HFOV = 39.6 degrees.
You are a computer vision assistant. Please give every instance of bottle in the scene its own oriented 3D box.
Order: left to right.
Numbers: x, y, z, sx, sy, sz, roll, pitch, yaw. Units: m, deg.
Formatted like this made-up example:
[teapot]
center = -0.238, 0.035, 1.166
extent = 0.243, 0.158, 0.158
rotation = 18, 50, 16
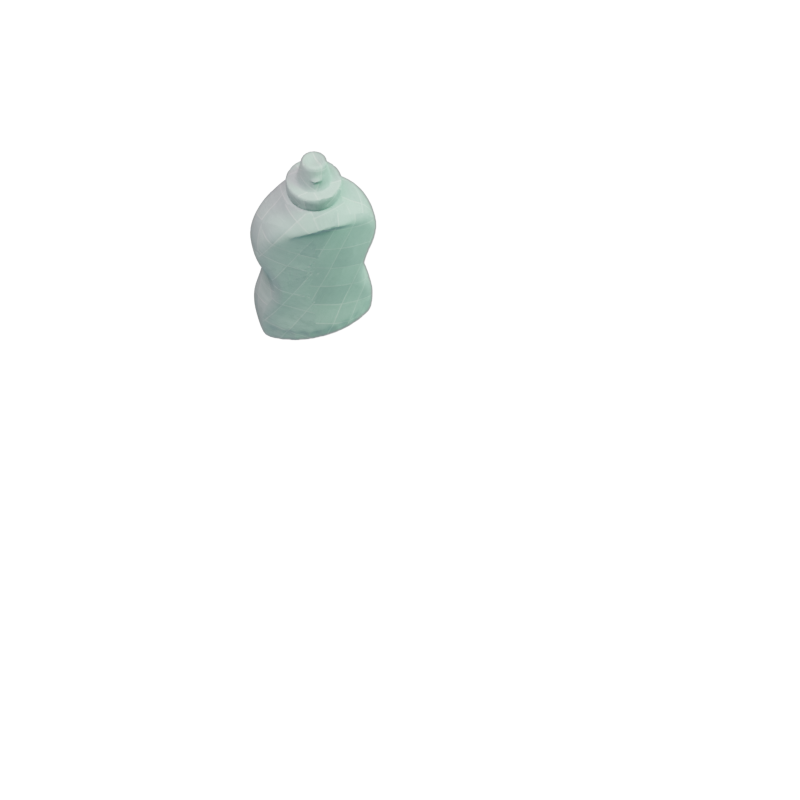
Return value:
[bottle]
center = -0.067, -0.122, 0.857
extent = 0.095, 0.063, 0.179
rotation = -12, -31, -11
